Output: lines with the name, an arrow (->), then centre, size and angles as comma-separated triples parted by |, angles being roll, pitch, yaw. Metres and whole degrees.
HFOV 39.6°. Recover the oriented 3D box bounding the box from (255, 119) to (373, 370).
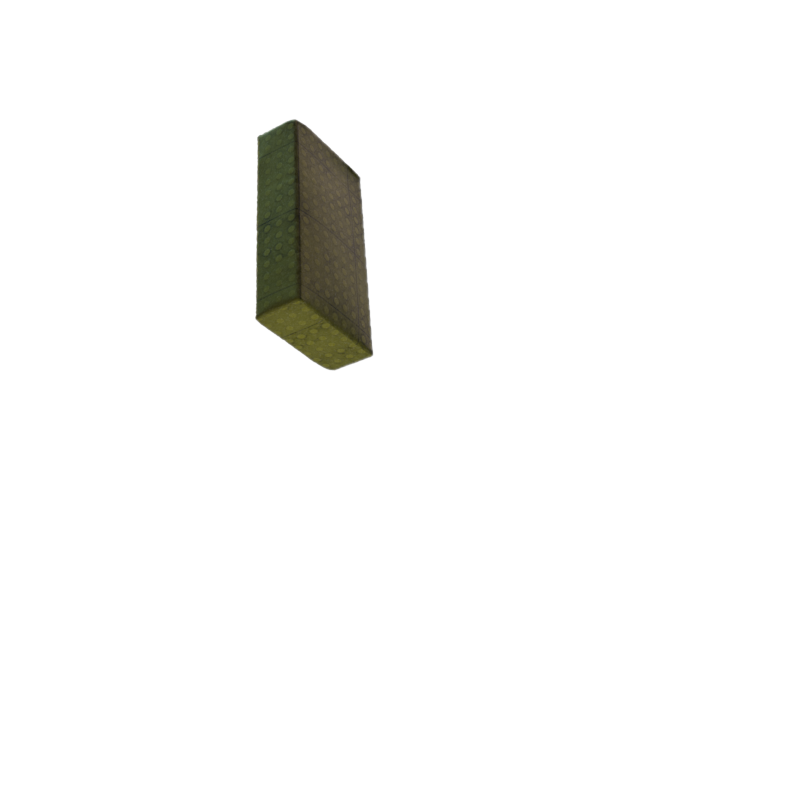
box -> -0.065, -0.119, 0.833 | 0.048, 0.189, 0.087 | -23, -39, 27
